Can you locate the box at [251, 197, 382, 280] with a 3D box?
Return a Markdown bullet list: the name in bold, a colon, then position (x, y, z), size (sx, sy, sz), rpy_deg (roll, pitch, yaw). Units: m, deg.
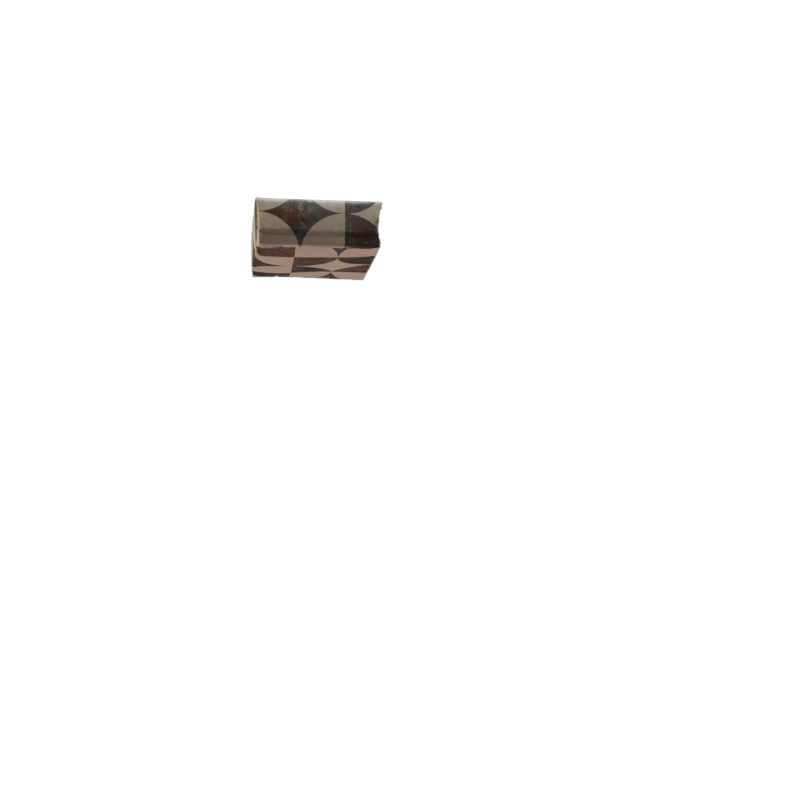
- **box**: position (-0.064, -0.117, 0.818), size (0.089, 0.040, 0.112), rpy_deg (1, -5, -7)
